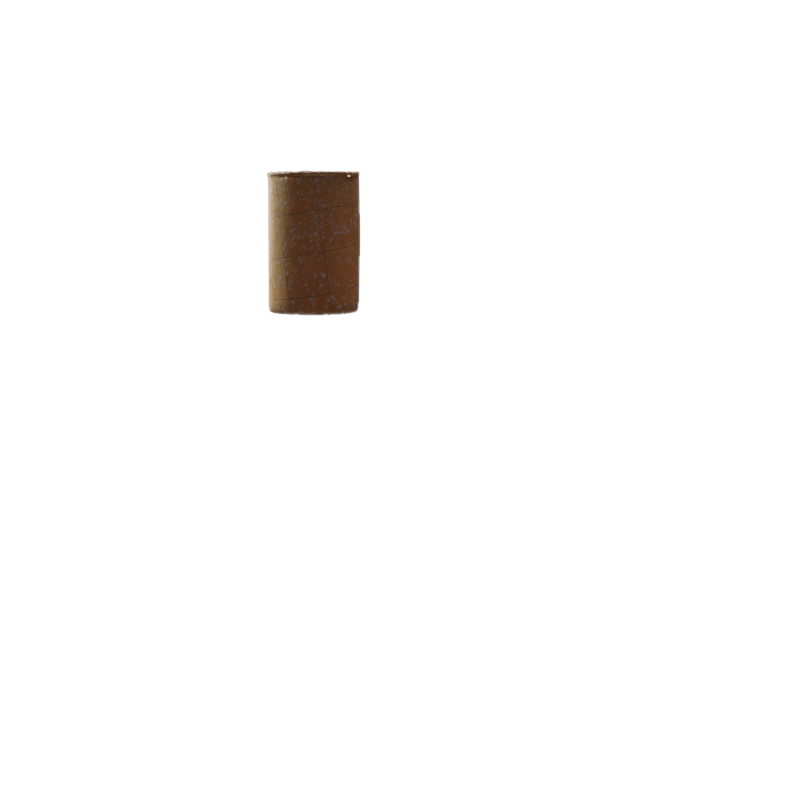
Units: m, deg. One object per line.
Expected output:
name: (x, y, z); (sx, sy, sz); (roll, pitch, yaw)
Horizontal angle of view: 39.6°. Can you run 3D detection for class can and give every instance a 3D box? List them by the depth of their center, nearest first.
can: (-0.064, -0.116, 0.812); (0.068, 0.101, 0.069); (0, 5, -2)
